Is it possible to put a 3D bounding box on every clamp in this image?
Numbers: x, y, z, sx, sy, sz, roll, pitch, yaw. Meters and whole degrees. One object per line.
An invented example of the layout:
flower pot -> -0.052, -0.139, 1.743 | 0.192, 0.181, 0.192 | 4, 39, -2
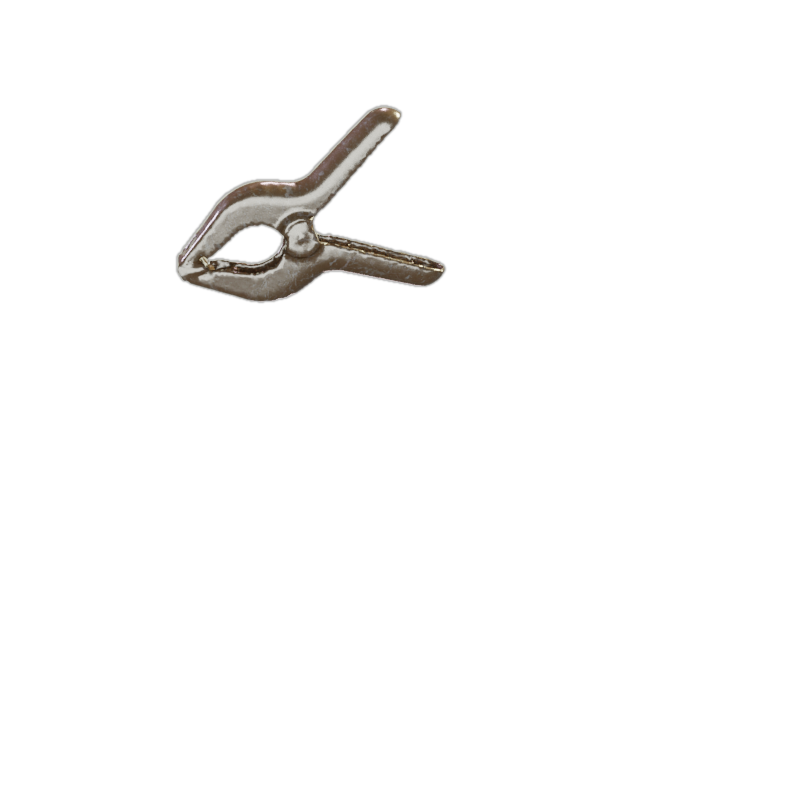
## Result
clamp -> -0.056, -0.102, 0.715 | 0.171, 0.117, 0.040 | -25, 10, 4
